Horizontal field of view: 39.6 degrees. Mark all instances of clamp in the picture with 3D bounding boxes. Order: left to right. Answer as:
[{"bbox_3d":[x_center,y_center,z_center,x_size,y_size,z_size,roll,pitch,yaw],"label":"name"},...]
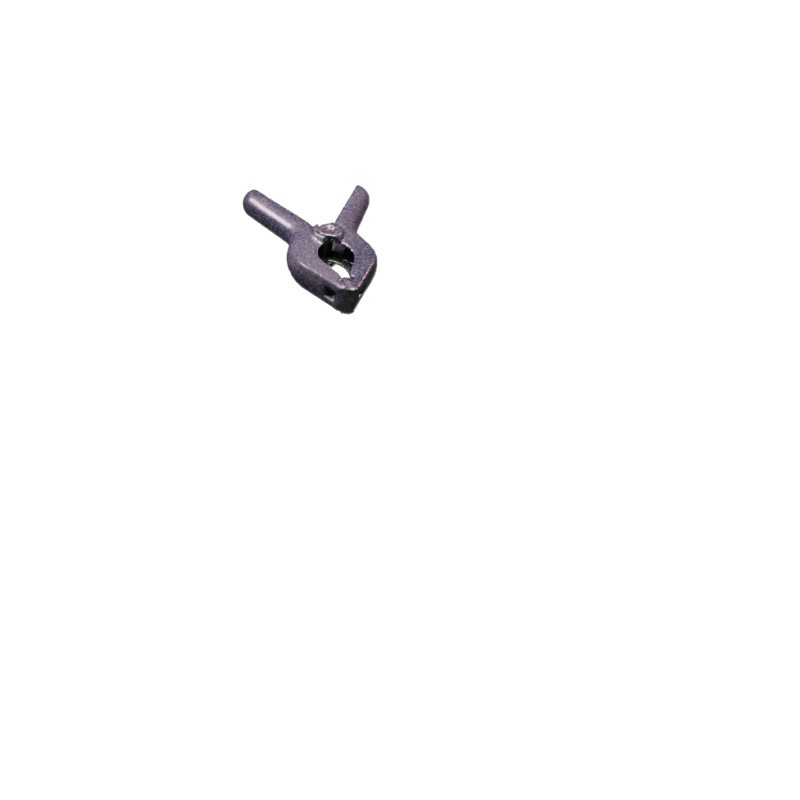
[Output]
[{"bbox_3d":[-0.077,-0.141,0.985,0.119,0.037,0.185,-5,39,-6],"label":"clamp"}]
